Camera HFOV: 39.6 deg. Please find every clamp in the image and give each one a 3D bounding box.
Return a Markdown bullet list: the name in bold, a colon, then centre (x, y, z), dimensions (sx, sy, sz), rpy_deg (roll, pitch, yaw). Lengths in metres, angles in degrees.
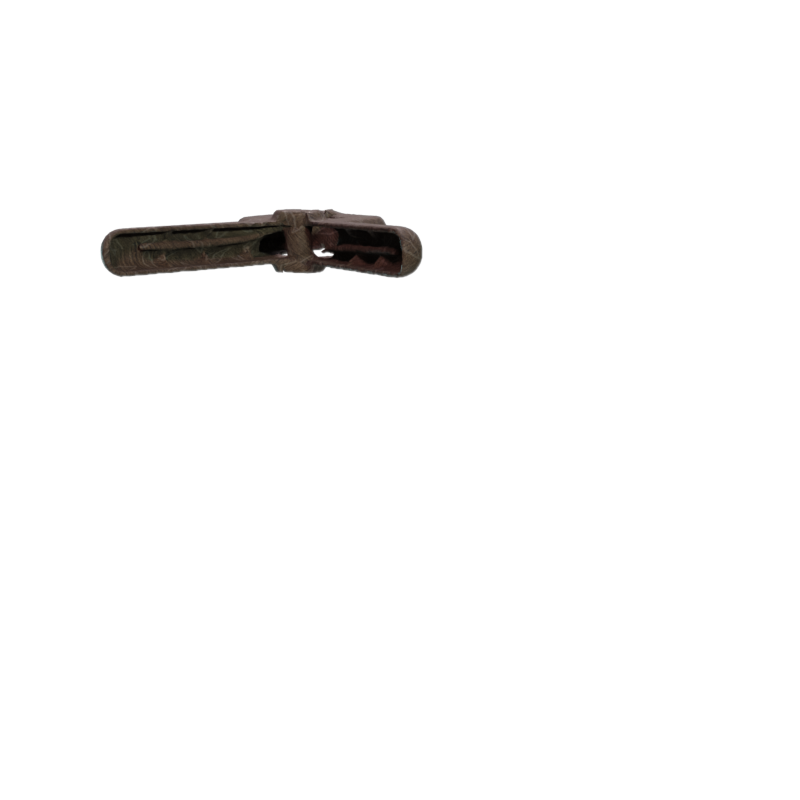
- **clamp**: centre (-0.050, -0.090, 0.633), dimensions (0.169, 0.036, 0.209), rpy_deg (4, 12, 17)
